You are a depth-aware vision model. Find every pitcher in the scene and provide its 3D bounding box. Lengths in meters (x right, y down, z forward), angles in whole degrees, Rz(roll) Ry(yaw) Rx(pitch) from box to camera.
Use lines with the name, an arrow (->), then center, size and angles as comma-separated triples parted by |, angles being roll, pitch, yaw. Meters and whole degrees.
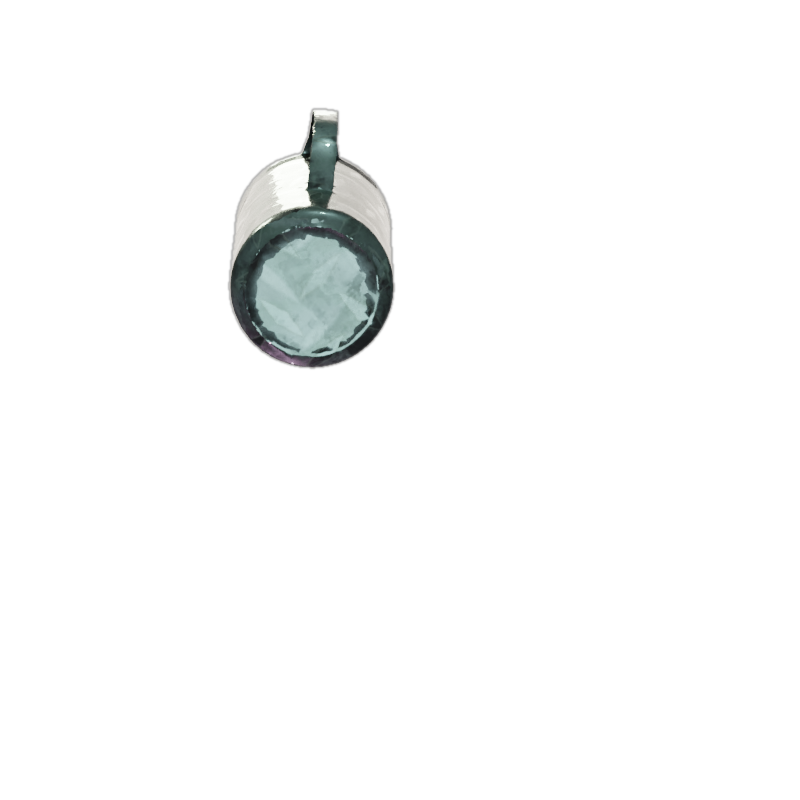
pitcher -> -0.065, -0.119, 0.832 | 0.144, 0.145, 0.251 | -37, 15, 7
